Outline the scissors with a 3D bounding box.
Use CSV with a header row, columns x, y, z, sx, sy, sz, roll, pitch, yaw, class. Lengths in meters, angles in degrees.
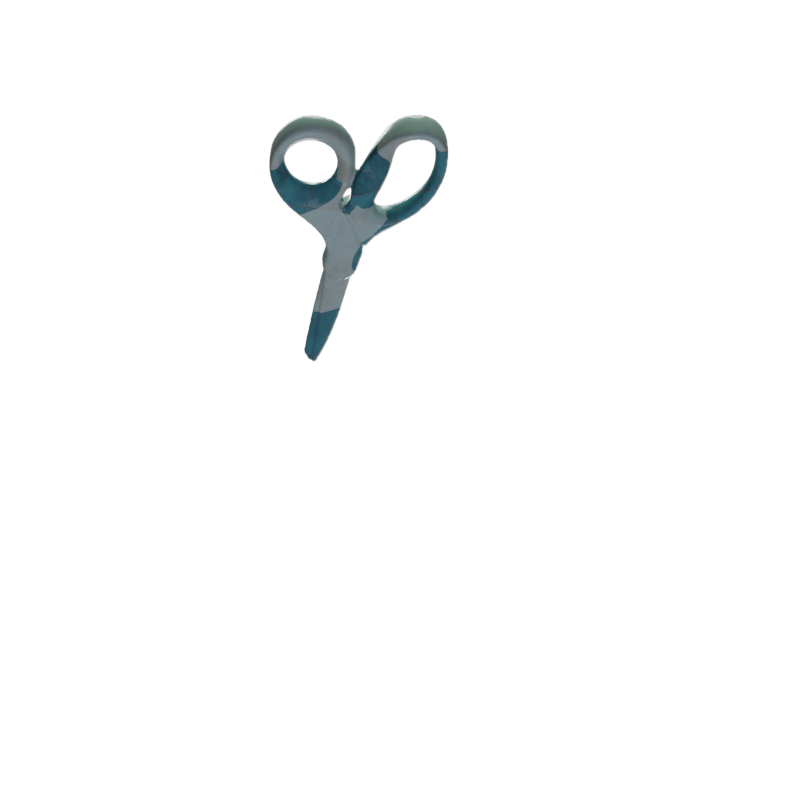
x,y,z,sx,sy,sz,roll,pitch,yaw,class
-0.046,-0.085,0.593,0.092,0.017,0.196,18,-39,-23,scissors
